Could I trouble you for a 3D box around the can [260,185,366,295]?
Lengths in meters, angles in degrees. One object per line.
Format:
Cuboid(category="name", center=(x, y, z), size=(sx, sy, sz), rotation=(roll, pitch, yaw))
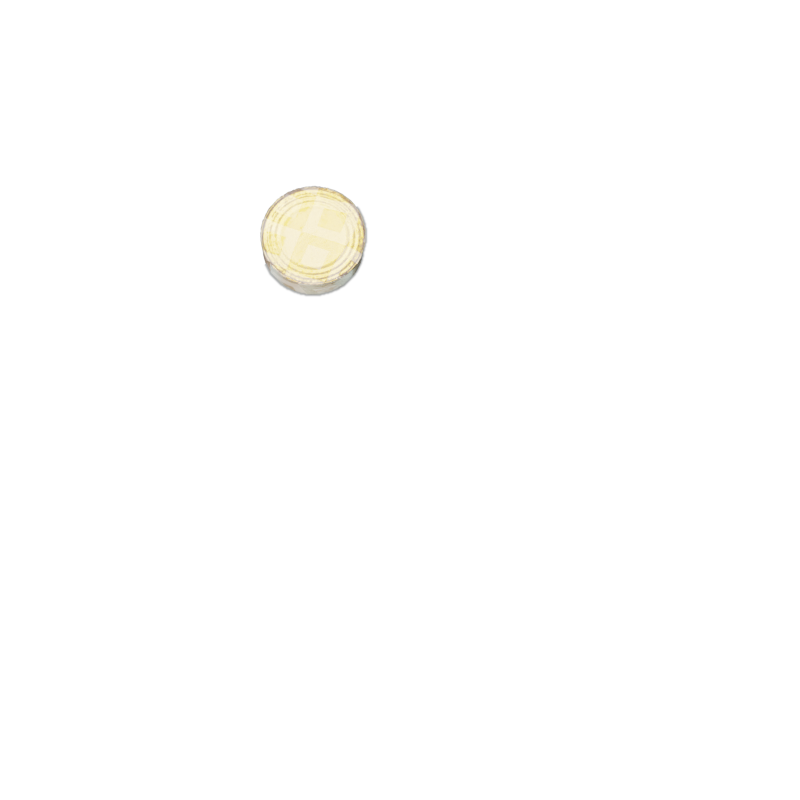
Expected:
Cuboid(category="can", center=(-0.071, -0.130, 0.909), size=(0.086, 0.090, 0.032), rotation=(-1, -20, -1))
